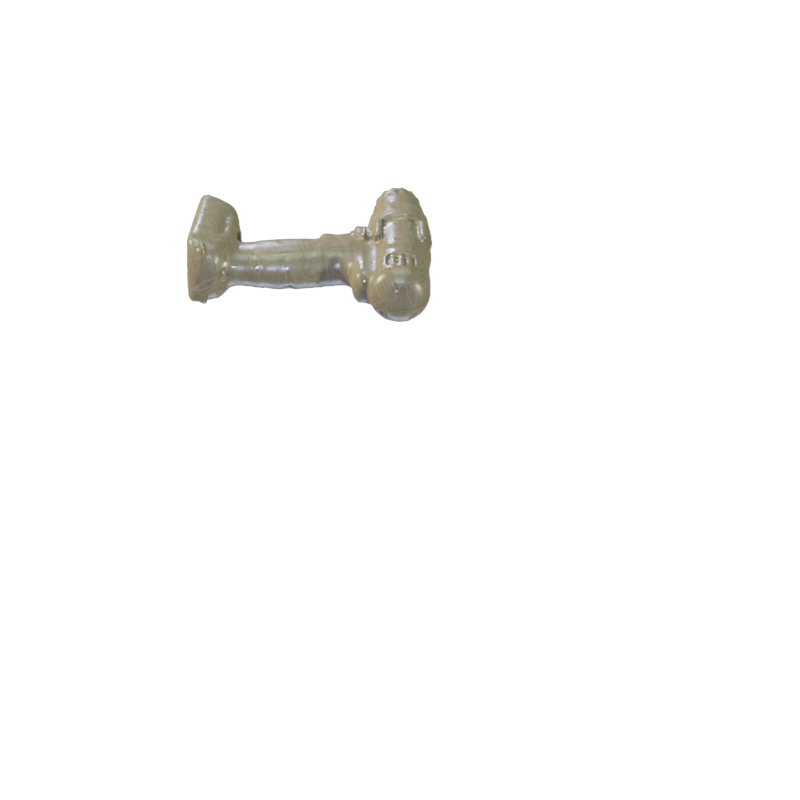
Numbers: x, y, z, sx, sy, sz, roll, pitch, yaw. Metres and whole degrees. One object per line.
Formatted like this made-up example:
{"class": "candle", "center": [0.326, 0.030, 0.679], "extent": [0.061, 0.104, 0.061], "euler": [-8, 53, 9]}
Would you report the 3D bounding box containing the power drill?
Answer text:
{"class": "power drill", "center": [-0.069, -0.125, 0.876], "extent": [0.188, 0.054, 0.195], "euler": [1, 29, 1]}
